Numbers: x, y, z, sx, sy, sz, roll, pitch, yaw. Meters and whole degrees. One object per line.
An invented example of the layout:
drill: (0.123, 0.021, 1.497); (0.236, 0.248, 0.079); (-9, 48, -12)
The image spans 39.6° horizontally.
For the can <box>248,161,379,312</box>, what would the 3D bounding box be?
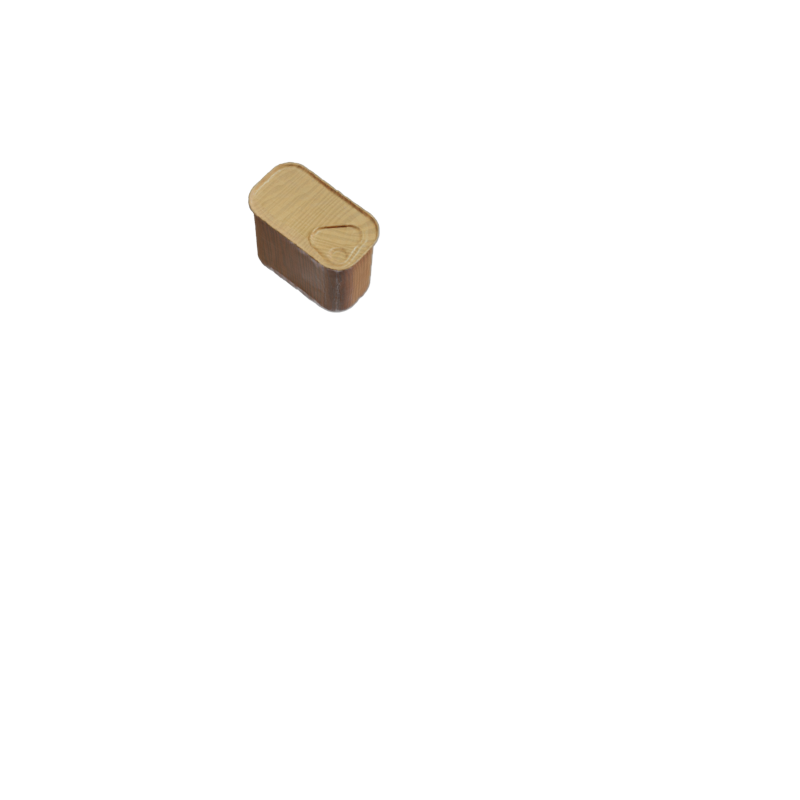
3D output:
can: (-0.068, -0.123, 0.865); (0.106, 0.058, 0.079); (38, -21, 16)
